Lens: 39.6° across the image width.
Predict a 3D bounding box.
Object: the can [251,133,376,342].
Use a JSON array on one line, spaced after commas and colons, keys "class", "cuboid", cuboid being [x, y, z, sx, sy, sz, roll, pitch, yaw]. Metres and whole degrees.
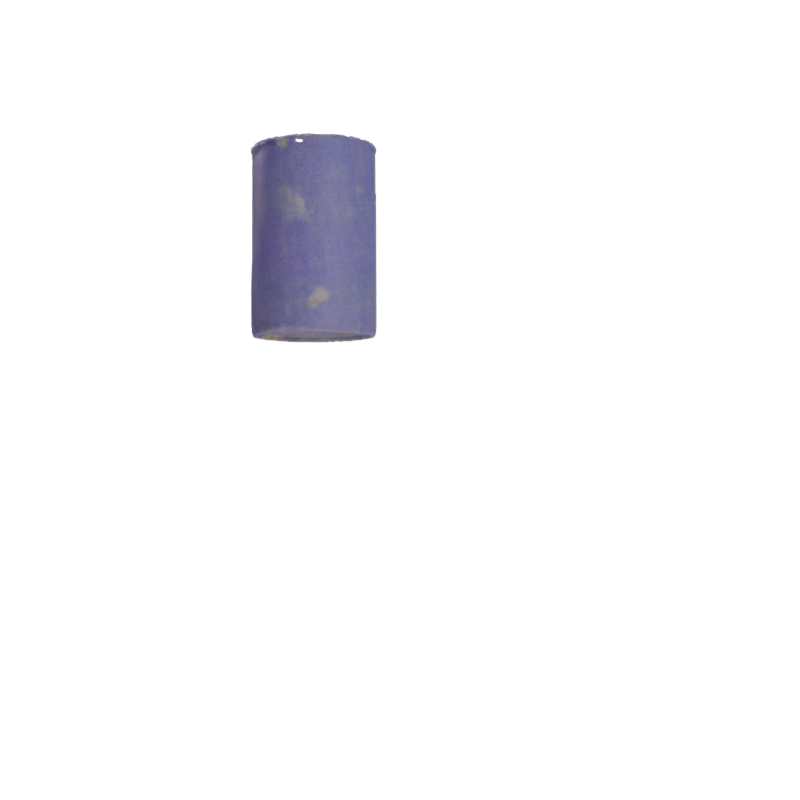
[{"class": "can", "cuboid": [-0.046, -0.084, 0.591, 0.068, 0.105, 0.067, 0, -8, -2]}]
